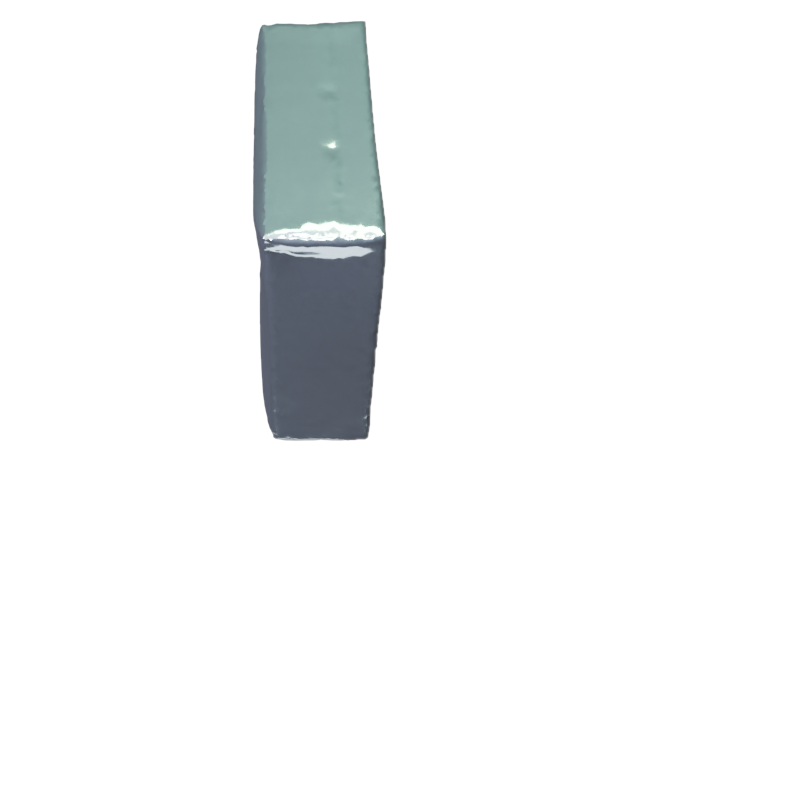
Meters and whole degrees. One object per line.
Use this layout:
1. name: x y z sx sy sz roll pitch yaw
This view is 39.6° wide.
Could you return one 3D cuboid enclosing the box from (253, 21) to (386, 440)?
1. box: -0.053 -0.097 0.678 0.071 0.176 0.200 -2 -34 -5
